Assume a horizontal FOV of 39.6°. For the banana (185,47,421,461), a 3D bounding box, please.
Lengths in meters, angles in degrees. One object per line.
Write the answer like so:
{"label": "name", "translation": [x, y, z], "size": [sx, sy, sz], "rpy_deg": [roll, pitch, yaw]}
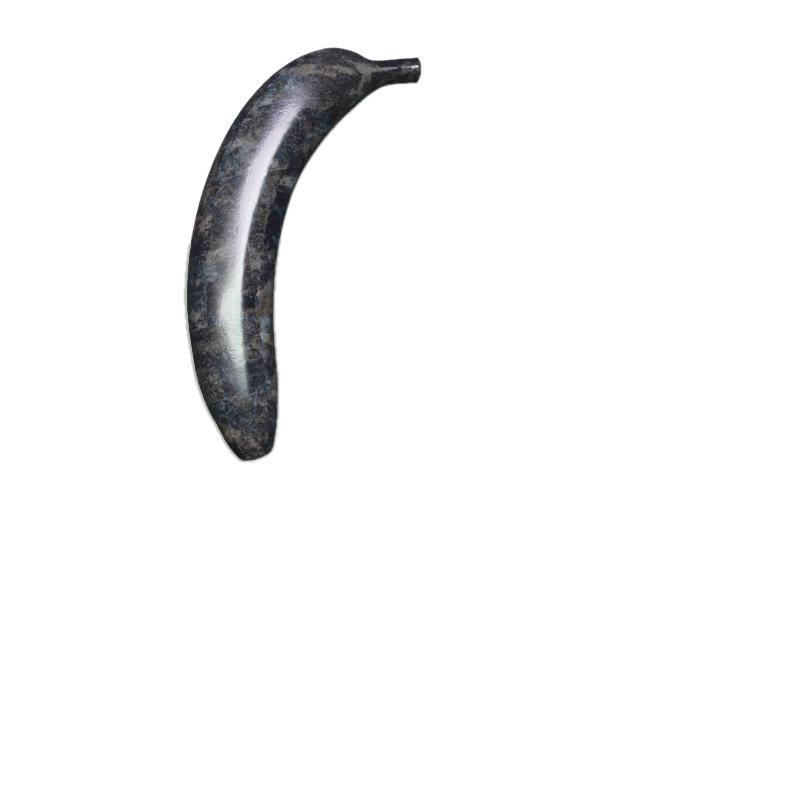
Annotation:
{"label": "banana", "translation": [-0.053, -0.077, 0.471], "size": [0.070, 0.203, 0.035], "rpy_deg": [19, -16, 5]}
